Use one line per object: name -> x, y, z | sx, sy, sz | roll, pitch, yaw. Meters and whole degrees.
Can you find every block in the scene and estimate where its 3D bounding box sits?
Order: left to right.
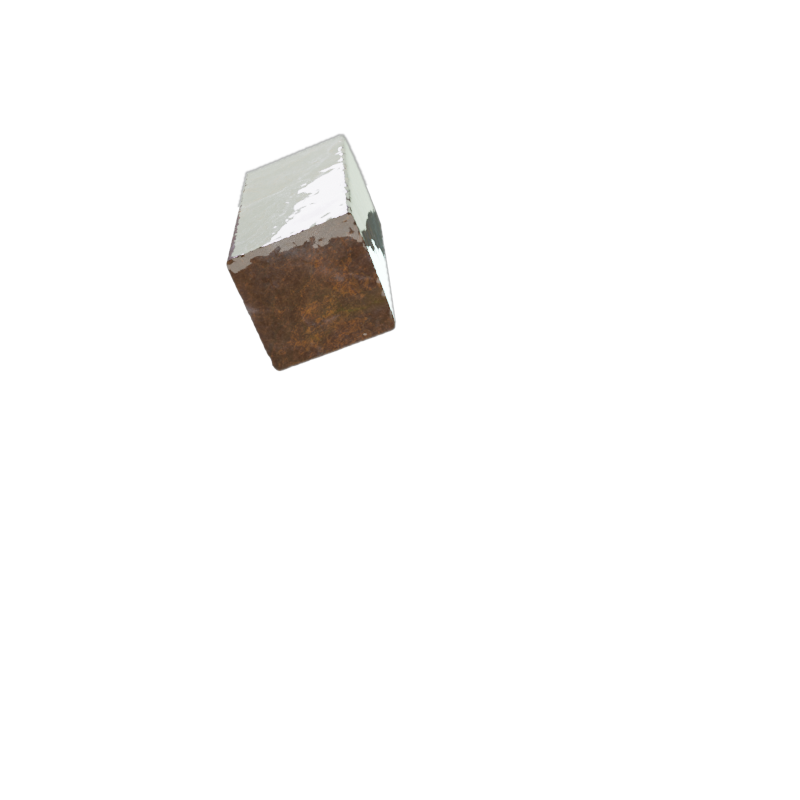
block -> -0.064, -0.117, 0.823 | 0.091, 0.085, 0.217 | -20, 25, 6
